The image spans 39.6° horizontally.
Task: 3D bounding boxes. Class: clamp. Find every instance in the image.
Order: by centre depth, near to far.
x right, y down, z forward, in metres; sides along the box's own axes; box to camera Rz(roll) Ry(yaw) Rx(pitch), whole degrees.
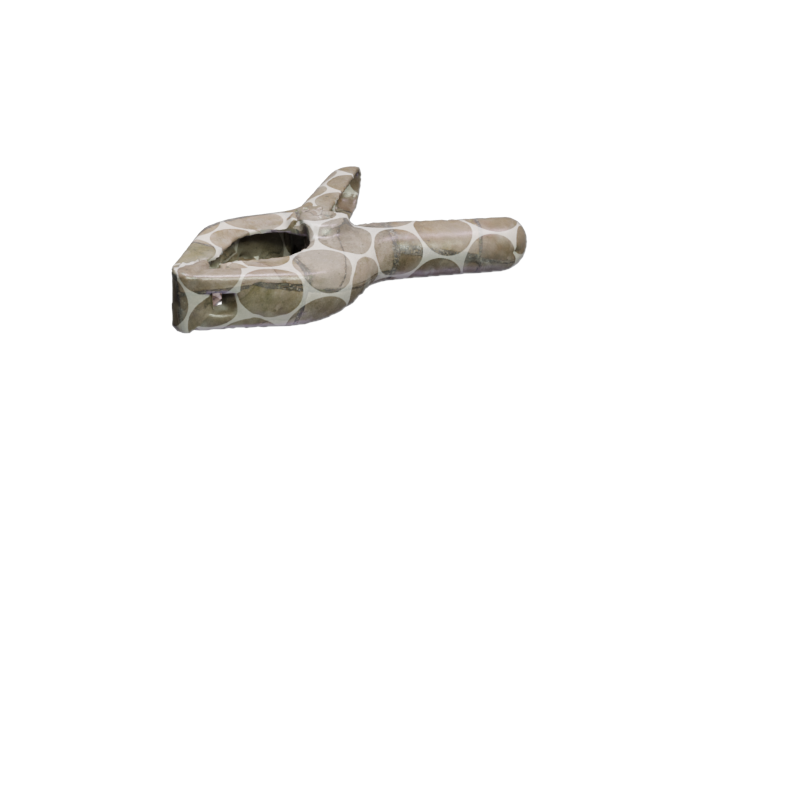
[{"bbox_3d":[-0.040,-0.073,0.513,0.168,0.037,0.128,-17,28,-35],"label":"clamp"}]
